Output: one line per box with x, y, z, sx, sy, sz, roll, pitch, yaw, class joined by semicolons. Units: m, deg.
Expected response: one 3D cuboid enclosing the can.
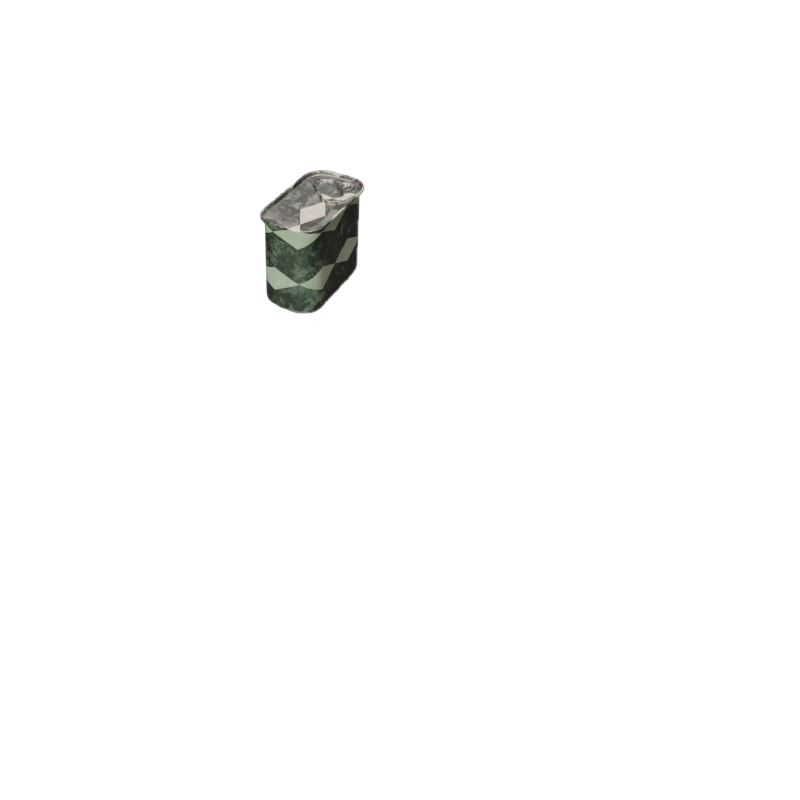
-0.074;-0.134;0.940;0.060;0.078;0.105;17;39;20;can
